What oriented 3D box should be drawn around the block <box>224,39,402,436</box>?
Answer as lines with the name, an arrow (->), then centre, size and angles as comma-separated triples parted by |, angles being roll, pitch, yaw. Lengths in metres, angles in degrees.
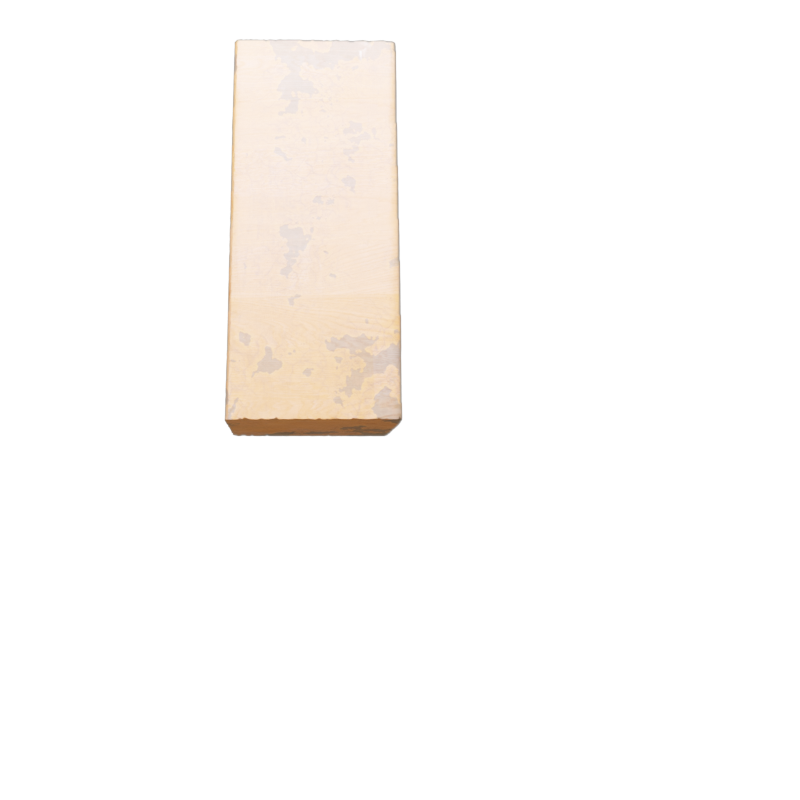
block -> -0.048, -0.088, 0.618 | 0.090, 0.213, 0.087 | 0, -14, -3
